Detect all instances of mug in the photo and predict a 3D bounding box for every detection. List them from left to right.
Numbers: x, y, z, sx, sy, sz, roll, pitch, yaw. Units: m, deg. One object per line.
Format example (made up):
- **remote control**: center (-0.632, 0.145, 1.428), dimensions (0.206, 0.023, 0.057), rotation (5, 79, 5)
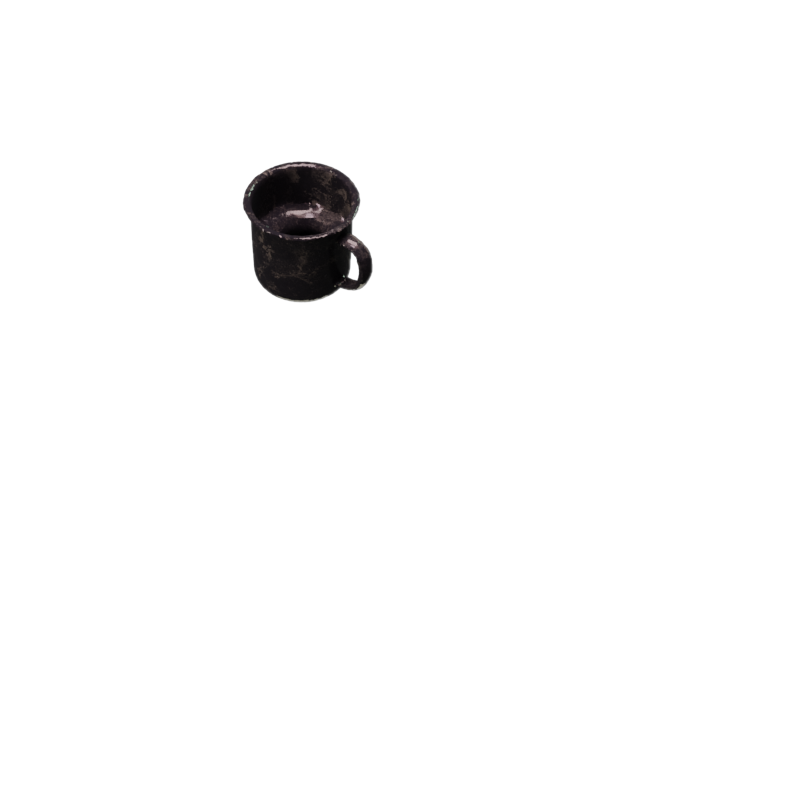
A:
- **mug**: center (-0.071, -0.129, 0.901), dimensions (0.123, 0.076, 0.095), rotation (30, 54, 23)
